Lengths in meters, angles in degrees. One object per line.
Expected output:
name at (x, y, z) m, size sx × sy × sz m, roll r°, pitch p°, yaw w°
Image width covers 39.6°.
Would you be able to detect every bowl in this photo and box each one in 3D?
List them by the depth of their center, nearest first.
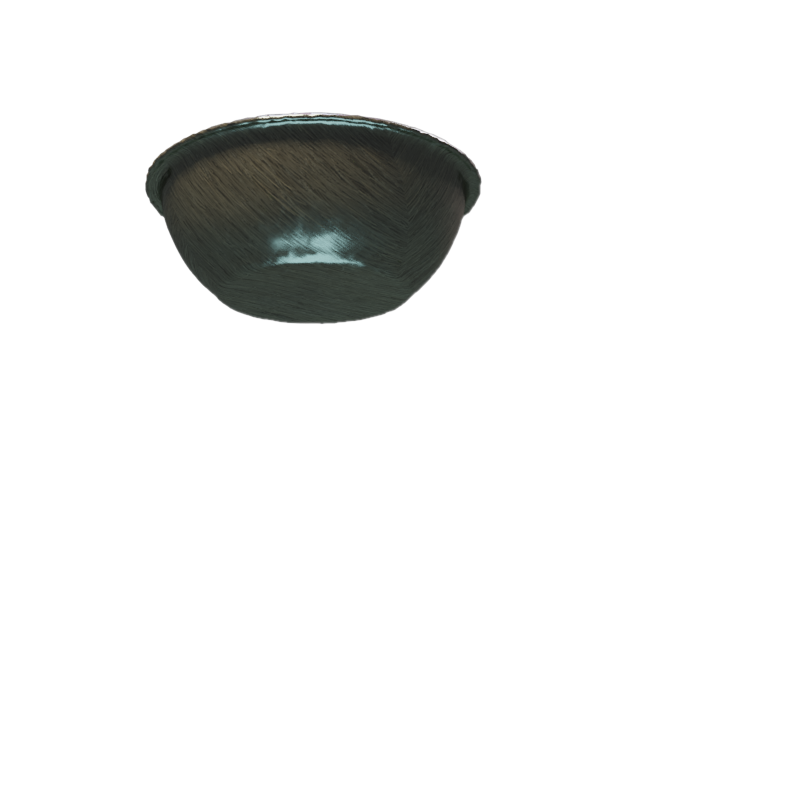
bowl at (-0.041, -0.075, 0.528) m, size 0.162 × 0.057 × 0.156 m, roll 0°, pitch -15°, yaw -2°
